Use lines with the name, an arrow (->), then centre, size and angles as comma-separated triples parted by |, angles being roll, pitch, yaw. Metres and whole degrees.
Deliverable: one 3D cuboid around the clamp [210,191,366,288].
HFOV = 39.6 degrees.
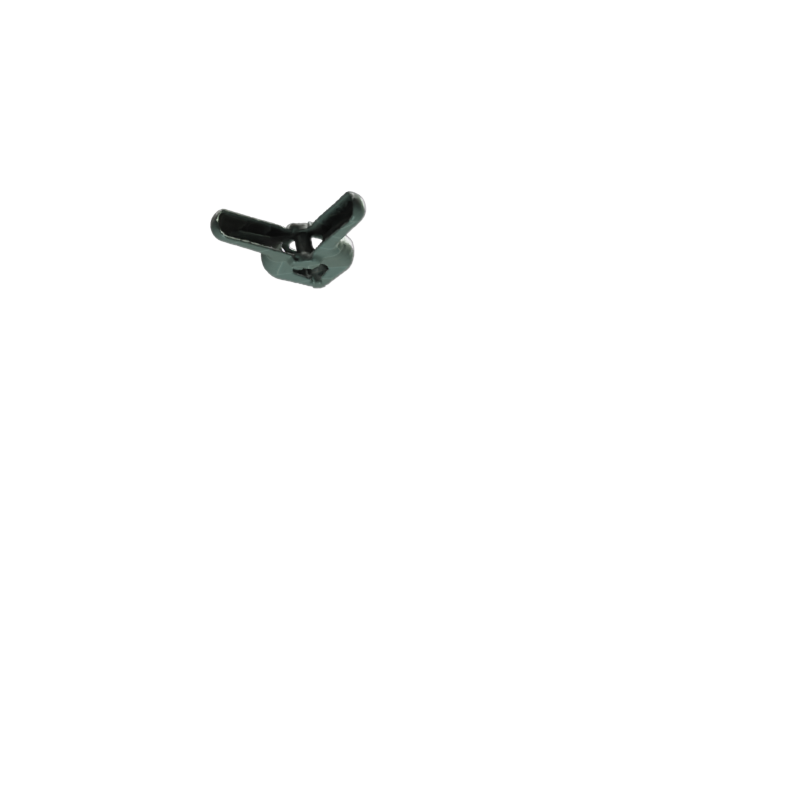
clamp -> -0.071, -0.130, 0.912 | 0.122, 0.040, 0.163 | -2, -8, 15
